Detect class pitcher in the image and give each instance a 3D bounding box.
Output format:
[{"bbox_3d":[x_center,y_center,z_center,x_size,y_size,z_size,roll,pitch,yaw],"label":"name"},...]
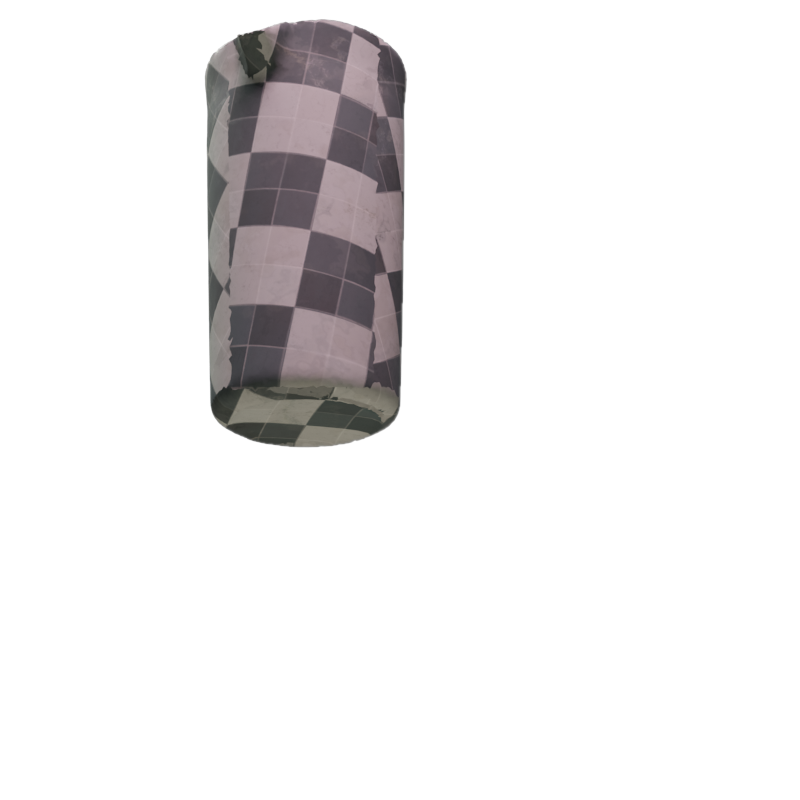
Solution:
[{"bbox_3d":[-0.054,-0.098,0.688,0.144,0.257,0.142,10,-27,-24],"label":"pitcher"}]
